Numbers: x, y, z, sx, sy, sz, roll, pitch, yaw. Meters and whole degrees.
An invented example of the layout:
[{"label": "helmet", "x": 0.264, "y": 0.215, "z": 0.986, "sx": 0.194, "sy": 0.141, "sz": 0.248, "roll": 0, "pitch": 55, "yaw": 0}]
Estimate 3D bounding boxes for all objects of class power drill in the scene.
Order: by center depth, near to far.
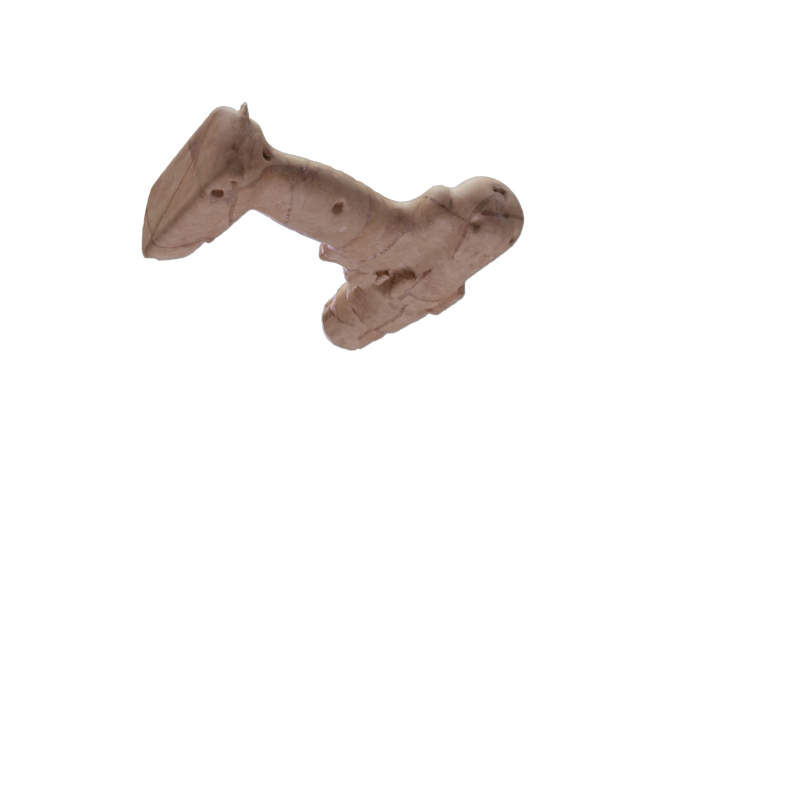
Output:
[{"label": "power drill", "x": -0.051, "y": -0.093, "z": 0.648, "sx": 0.179, "sy": 0.061, "sz": 0.181, "roll": 15, "pitch": -30, "yaw": -27}]
